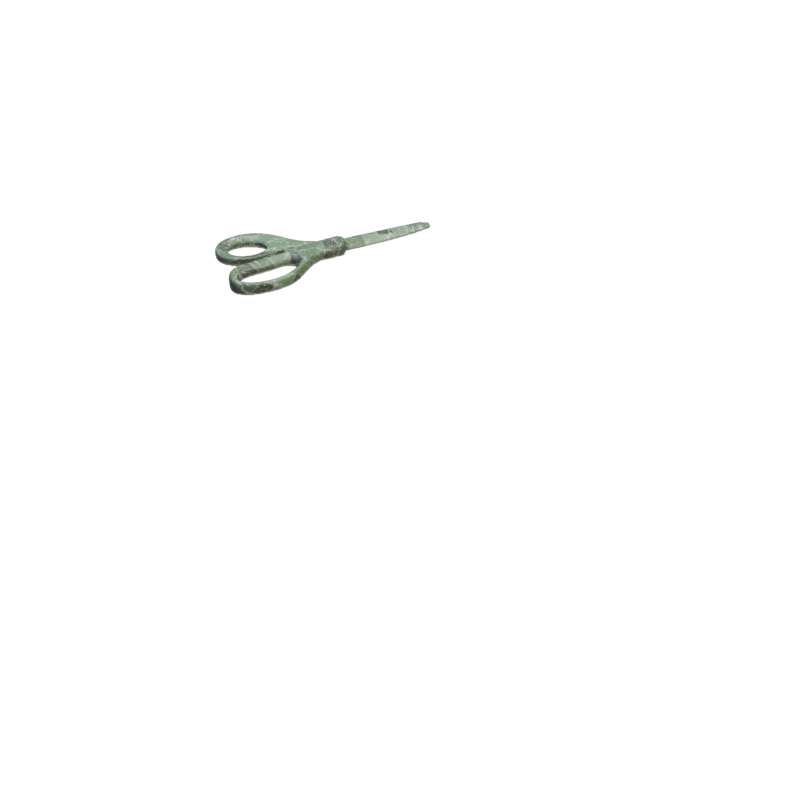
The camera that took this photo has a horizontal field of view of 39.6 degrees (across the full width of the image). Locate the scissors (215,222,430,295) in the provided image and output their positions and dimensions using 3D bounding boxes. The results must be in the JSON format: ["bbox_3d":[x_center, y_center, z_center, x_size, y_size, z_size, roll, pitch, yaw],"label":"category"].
[{"bbox_3d":[-0.077,-0.140,0.983,0.201,0.015,0.103,-29,44,-35],"label":"scissors"}]
